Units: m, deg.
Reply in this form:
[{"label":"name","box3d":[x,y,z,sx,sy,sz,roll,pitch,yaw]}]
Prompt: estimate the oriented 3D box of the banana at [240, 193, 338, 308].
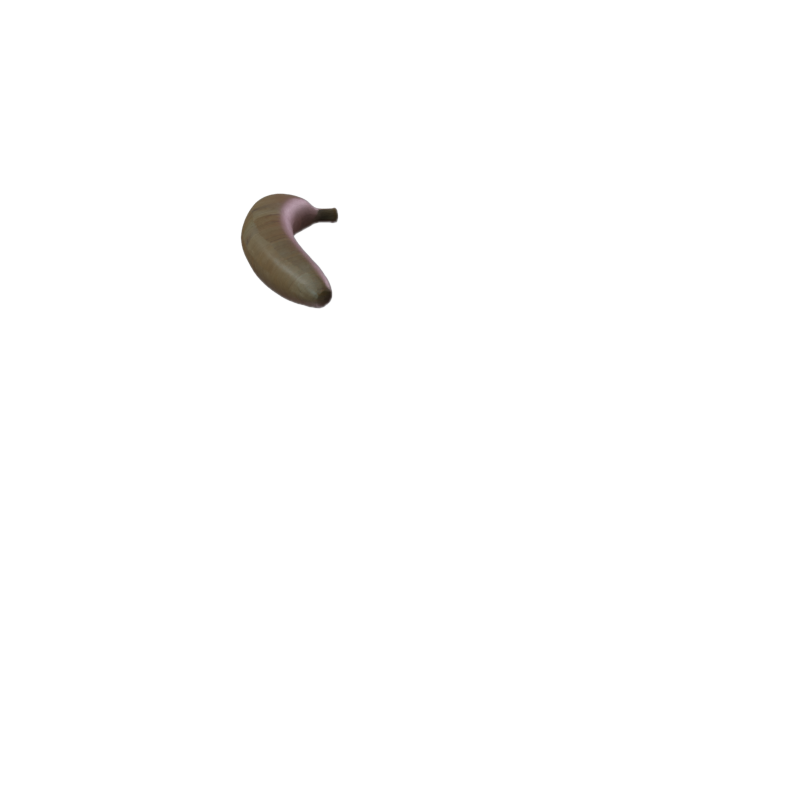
[{"label":"banana","box3d":[-0.080,-0.115,0.794,0.070,0.035,0.208,0,26,-1]}]
